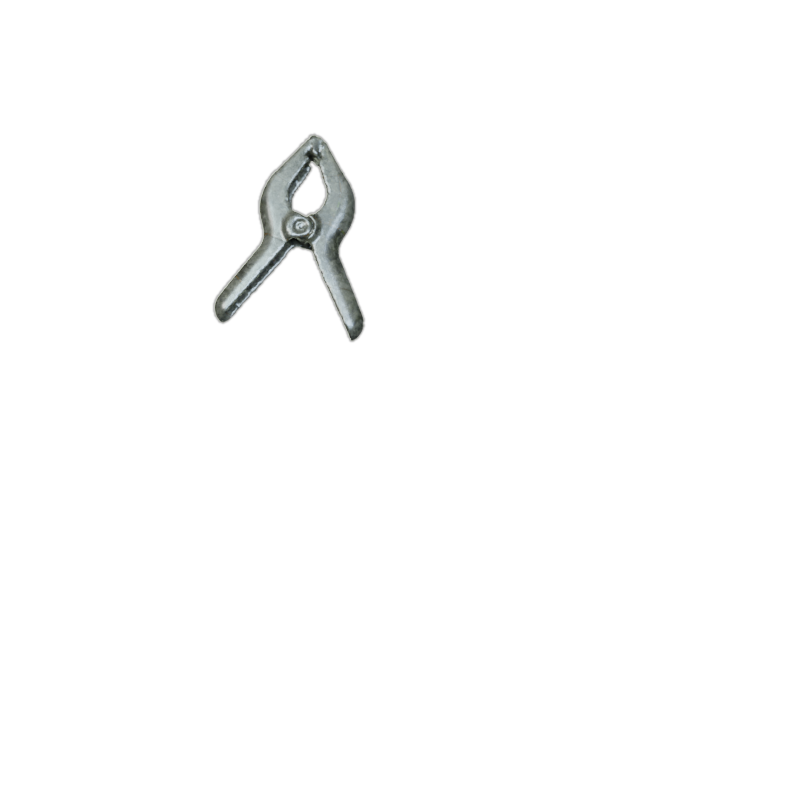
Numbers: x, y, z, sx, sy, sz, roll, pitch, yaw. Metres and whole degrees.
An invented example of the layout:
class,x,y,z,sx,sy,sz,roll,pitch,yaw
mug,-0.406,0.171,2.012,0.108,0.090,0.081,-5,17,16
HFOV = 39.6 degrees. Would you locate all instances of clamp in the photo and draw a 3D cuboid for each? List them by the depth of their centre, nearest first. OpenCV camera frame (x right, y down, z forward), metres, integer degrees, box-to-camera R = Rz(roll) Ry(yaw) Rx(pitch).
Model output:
class,x,y,z,sx,sy,sz,roll,pitch,yaw
clamp,-0.071,-0.129,0.904,0.121,0.175,0.038,17,-12,3
